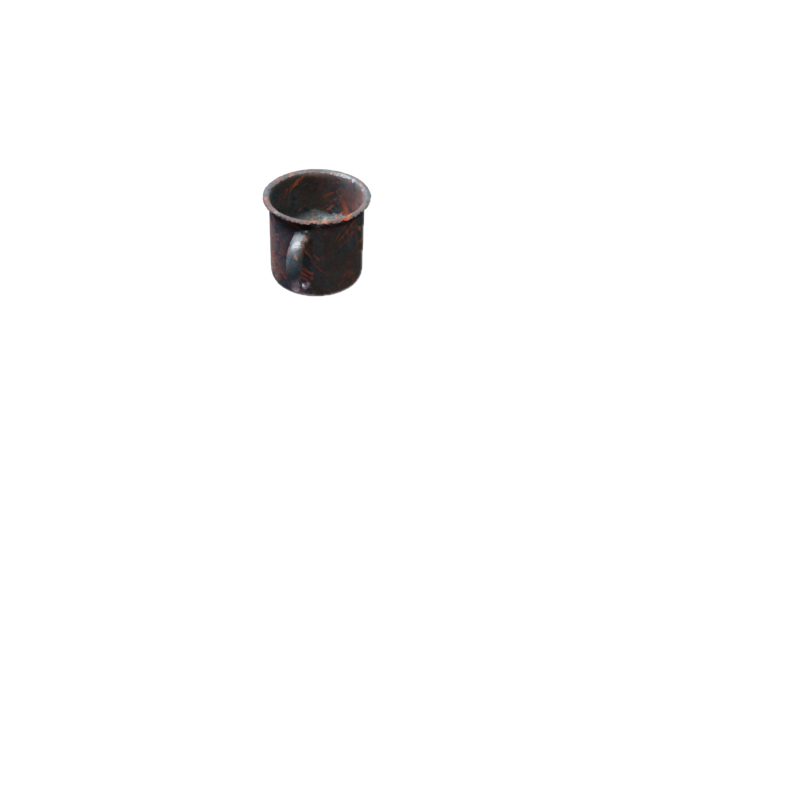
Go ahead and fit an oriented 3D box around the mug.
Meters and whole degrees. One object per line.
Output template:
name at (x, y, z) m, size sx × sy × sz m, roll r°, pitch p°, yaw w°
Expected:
mug at (-0.075, -0.137, 0.959) m, size 0.095 × 0.076 × 0.123 m, roll 8°, pitch 38°, yaw 8°
